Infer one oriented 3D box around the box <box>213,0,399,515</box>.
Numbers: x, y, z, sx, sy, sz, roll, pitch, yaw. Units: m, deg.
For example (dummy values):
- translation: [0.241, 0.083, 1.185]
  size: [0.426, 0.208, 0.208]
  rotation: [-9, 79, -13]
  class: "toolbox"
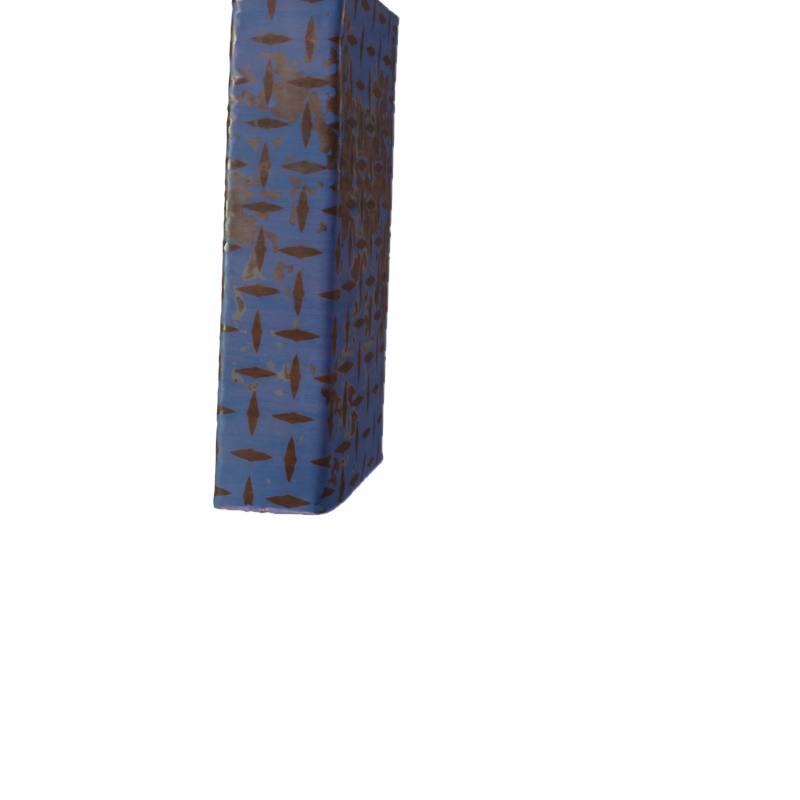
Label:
- translation: [-0.031, -0.057, 0.398]
  size: [0.049, 0.175, 0.092]
  rotation: [1, 3, 12]
  class: "box"
